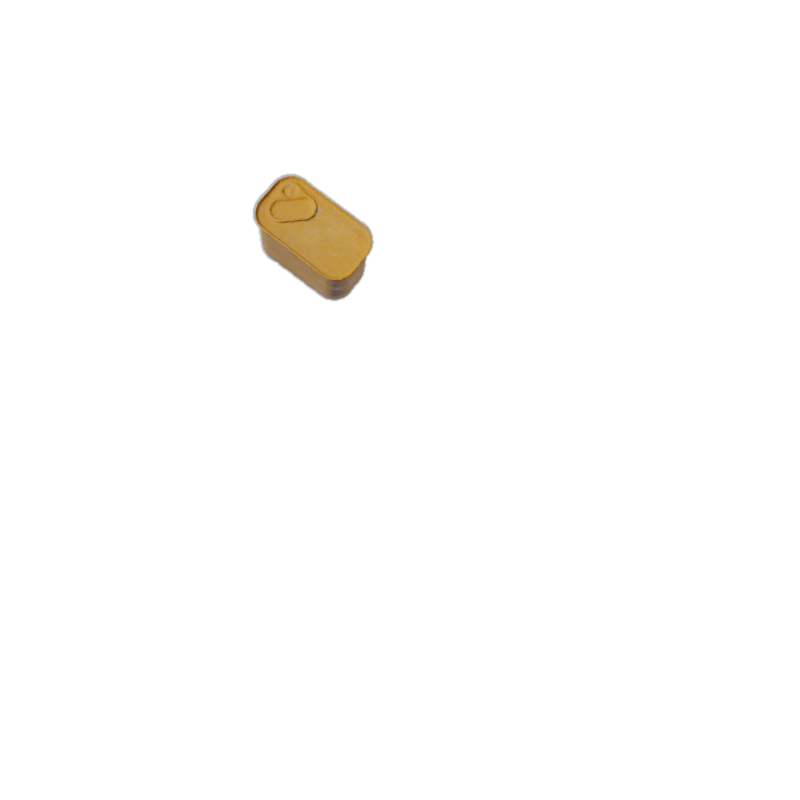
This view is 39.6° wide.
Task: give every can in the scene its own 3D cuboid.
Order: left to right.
[{"bbox_3d":[-0.076,-0.138,0.967,0.104,0.058,0.081,38,-12,8],"label":"can"}]
